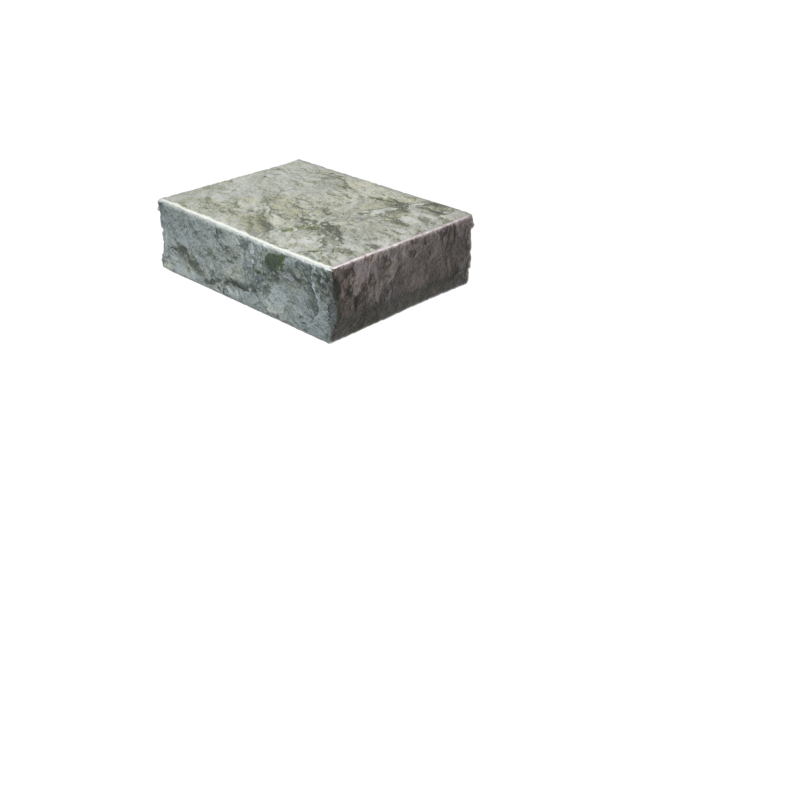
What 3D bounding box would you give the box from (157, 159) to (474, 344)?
[{"bbox_3d":[-0.039,-0.071,0.494,0.120,0.037,0.089,22,33,38],"label":"box"}]
